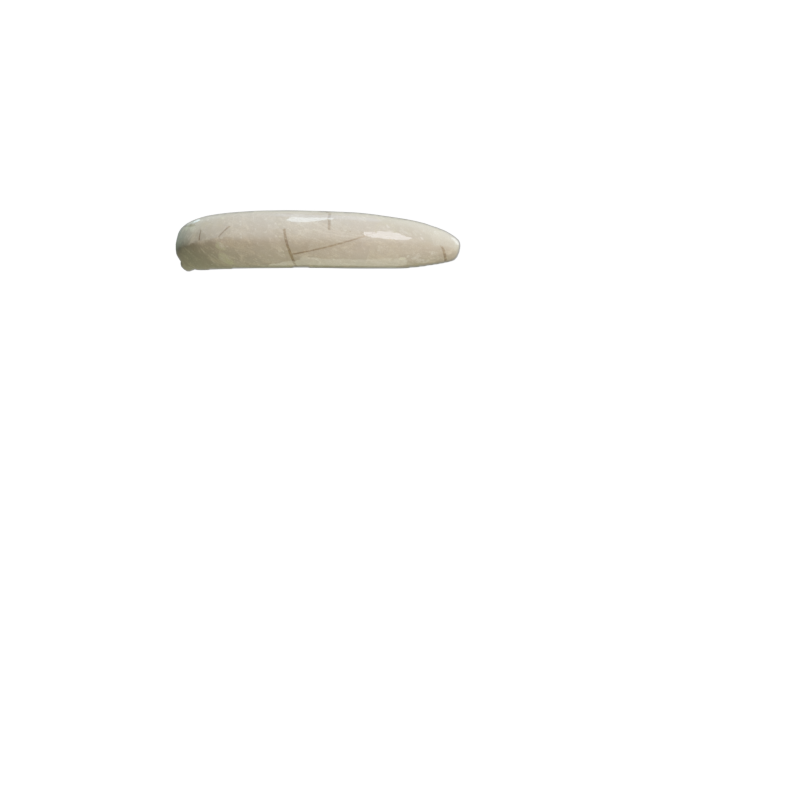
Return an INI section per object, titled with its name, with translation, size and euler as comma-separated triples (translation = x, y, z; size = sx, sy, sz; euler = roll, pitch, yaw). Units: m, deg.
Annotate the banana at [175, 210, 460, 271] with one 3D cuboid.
[banana]
translation = -0.065, -0.100, 0.698
size = 0.203, 0.037, 0.068
euler = 2, 4, 21
